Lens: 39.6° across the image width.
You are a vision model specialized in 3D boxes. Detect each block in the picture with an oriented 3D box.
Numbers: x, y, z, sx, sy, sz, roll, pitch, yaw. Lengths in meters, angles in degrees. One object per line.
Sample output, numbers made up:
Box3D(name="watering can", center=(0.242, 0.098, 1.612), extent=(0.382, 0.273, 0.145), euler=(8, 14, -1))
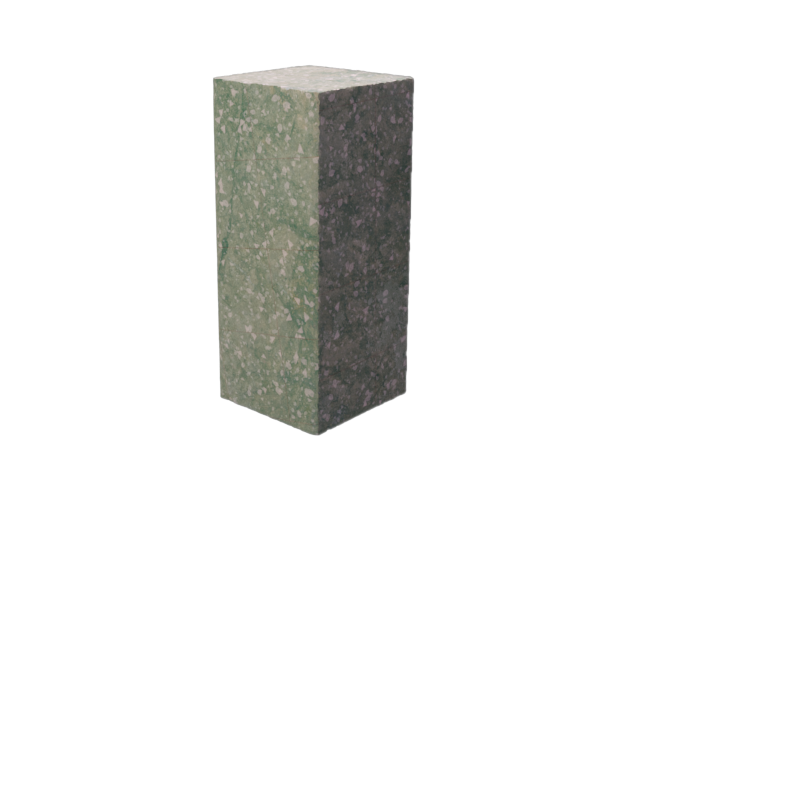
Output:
Box3D(name="block", center=(-0.055, -0.099, 0.692), extent=(0.095, 0.198, 0.089), euler=(16, 23, 37))
